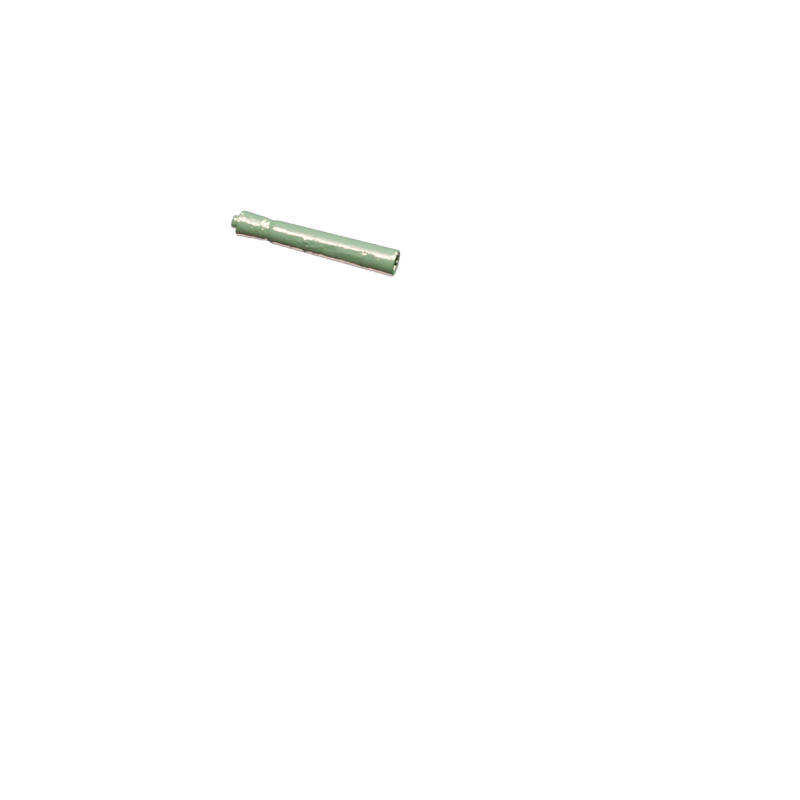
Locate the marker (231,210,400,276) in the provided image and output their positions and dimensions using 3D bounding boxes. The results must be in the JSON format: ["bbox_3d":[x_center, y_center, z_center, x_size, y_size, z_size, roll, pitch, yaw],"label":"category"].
[{"bbox_3d":[-0.060,-0.110,0.768,0.124,0.020,0.019,17,8,14],"label":"marker"}]
